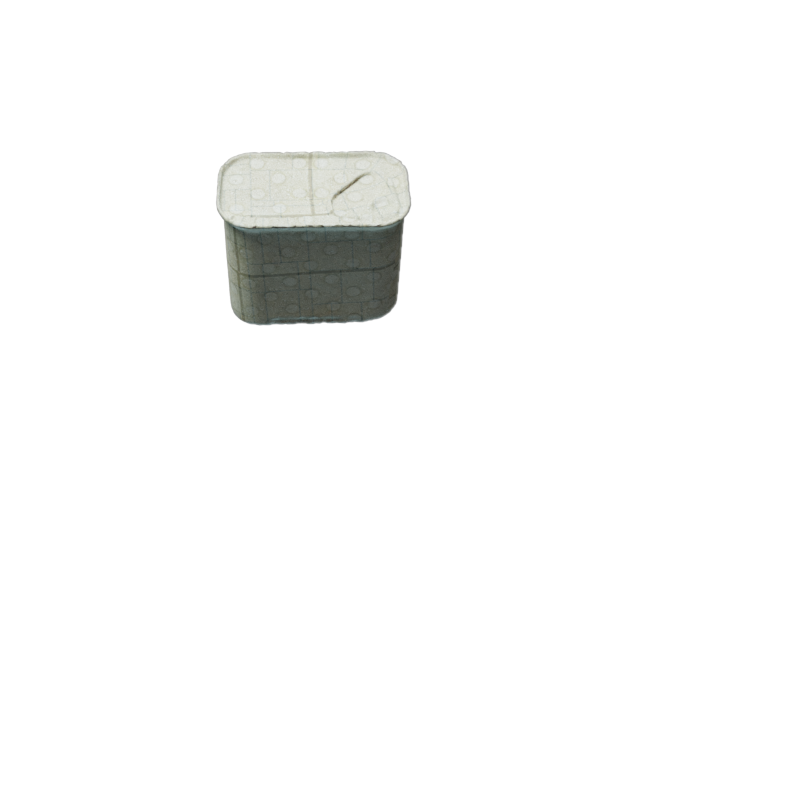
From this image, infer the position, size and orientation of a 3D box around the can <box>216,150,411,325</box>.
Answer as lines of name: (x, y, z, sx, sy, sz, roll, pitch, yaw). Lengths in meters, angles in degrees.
can: (-0.048, -0.088, 0.613, 0.102, 0.062, 0.078, -1, -40, -2)
